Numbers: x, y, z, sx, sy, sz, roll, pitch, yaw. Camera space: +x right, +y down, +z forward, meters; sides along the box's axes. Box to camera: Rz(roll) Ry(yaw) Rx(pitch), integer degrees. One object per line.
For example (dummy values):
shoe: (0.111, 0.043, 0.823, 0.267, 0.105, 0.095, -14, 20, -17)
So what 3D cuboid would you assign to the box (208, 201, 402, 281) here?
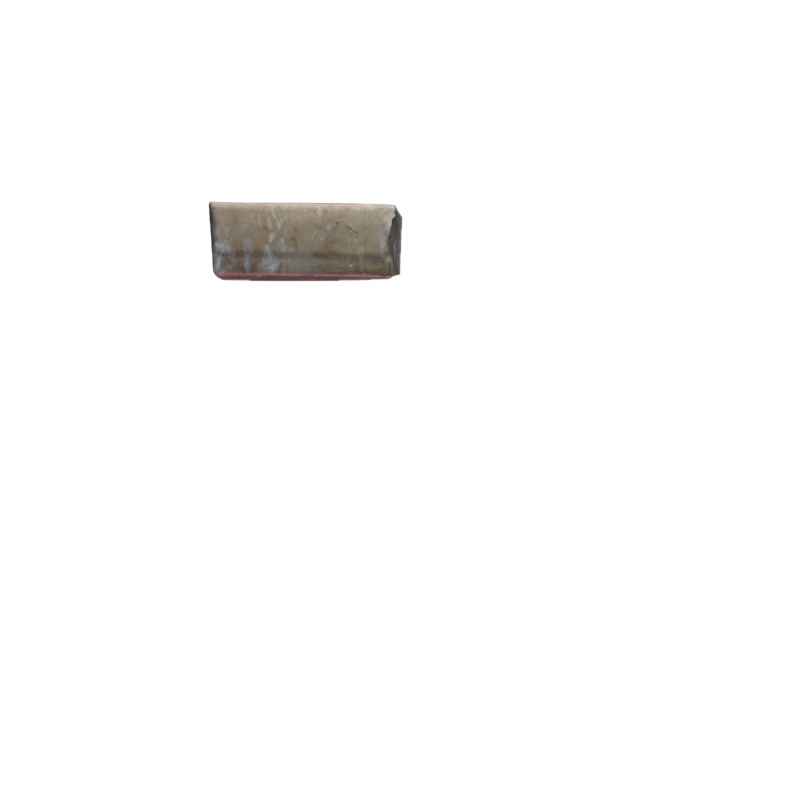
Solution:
box: (-0.045, -0.082, 0.572, 0.090, 0.038, 0.114, 0, 8, 3)
